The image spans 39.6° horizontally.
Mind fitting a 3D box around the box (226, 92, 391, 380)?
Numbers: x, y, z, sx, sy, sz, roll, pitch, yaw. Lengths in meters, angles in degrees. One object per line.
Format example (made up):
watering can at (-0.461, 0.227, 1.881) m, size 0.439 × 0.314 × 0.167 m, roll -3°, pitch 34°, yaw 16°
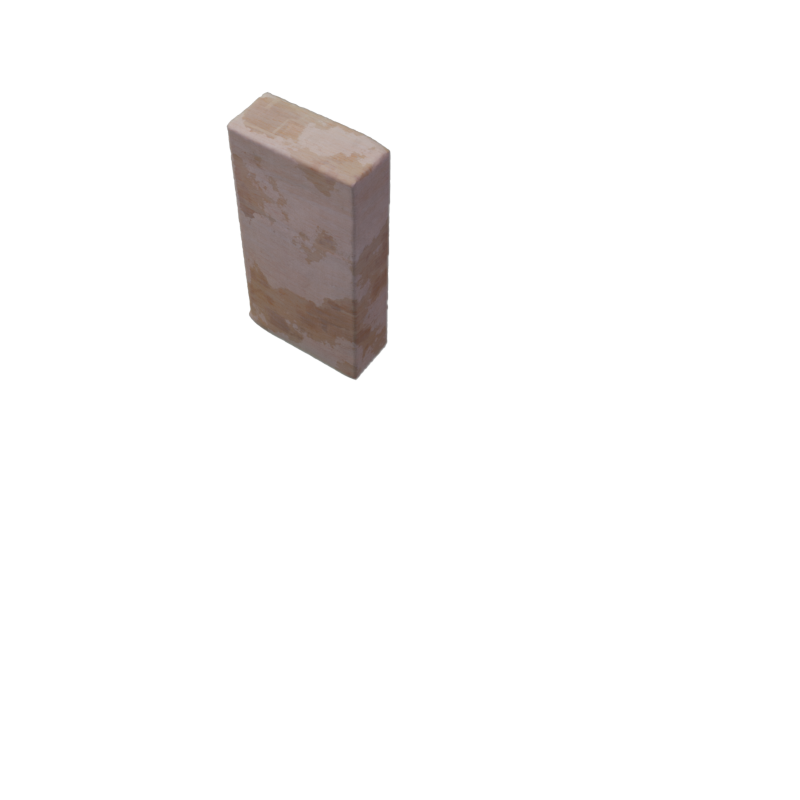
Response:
box at (-0.054, -0.099, 0.690) m, size 0.098 × 0.164 × 0.049 m, roll 30°, pitch 53°, yaw 21°
